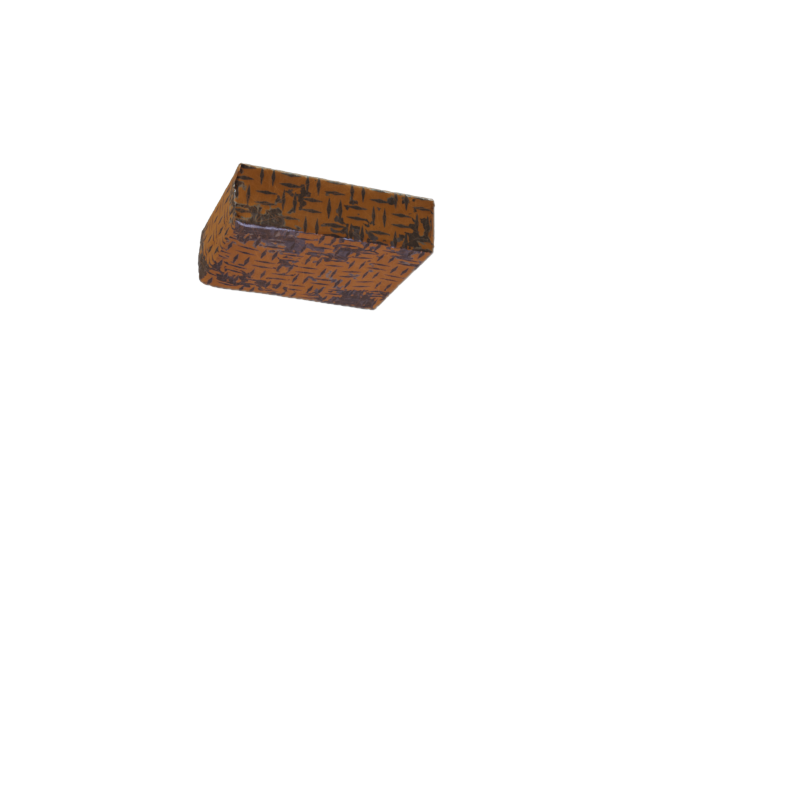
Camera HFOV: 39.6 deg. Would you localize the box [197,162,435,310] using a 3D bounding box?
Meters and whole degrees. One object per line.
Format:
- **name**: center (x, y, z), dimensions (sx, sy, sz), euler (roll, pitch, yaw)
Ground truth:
- **box**: center (-0.048, -0.088, 0.617), dimensions (0.110, 0.041, 0.088), euler (6, -21, -19)
